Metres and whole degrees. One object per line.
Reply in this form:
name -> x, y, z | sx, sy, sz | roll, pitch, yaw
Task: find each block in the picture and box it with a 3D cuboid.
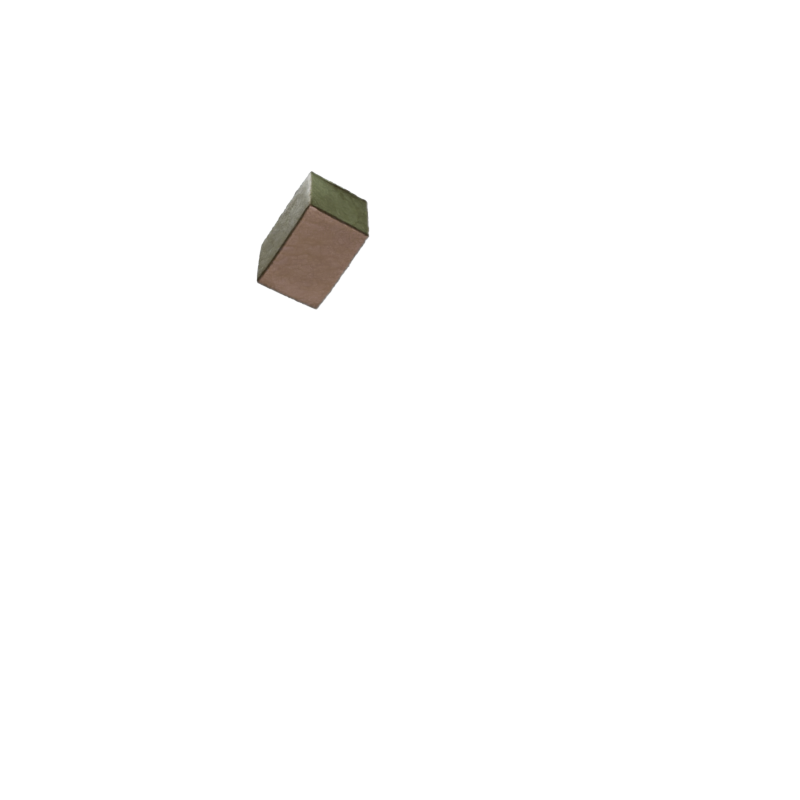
block -> -0.064, -0.117, 0.822 | 0.051, 0.076, 0.055 | 28, 29, -20
